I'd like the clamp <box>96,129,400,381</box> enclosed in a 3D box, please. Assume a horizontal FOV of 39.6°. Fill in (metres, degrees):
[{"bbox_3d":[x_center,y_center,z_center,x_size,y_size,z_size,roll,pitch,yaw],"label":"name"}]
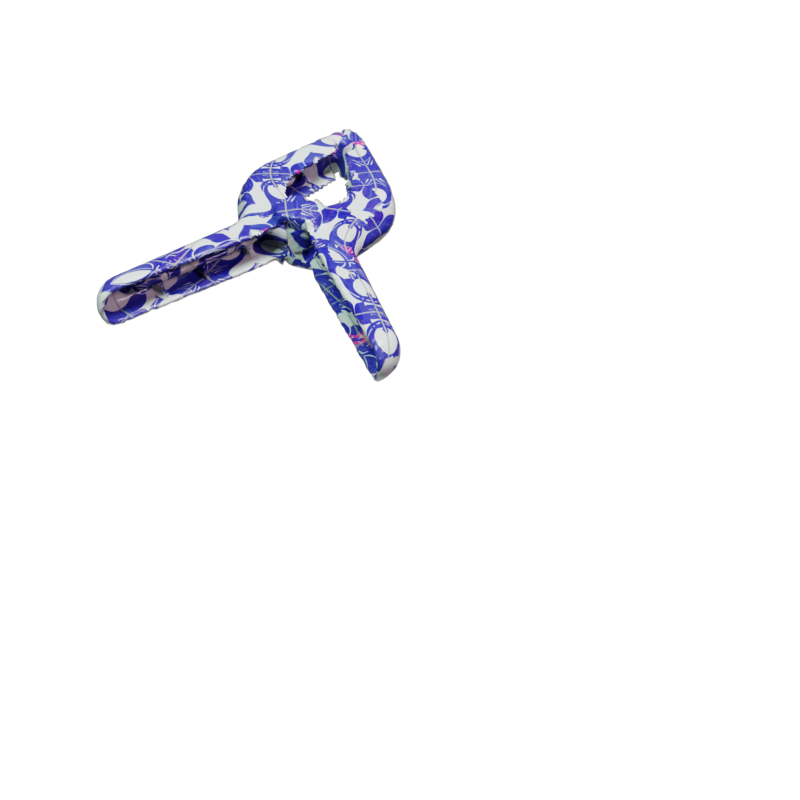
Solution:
[{"bbox_3d":[-0.050,-0.090,0.633,0.170,0.034,0.217,16,43,17],"label":"clamp"}]
